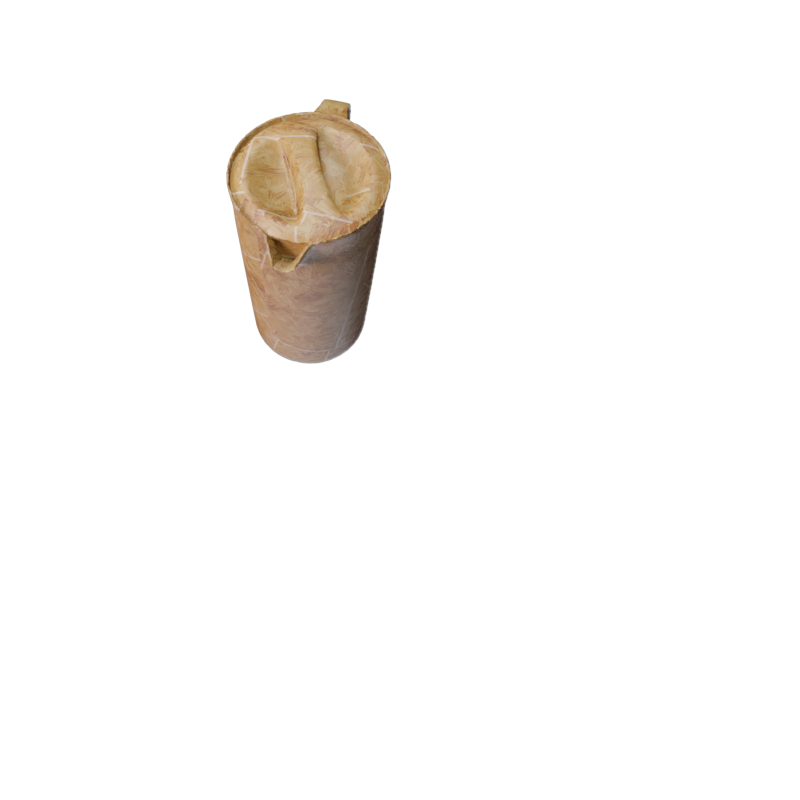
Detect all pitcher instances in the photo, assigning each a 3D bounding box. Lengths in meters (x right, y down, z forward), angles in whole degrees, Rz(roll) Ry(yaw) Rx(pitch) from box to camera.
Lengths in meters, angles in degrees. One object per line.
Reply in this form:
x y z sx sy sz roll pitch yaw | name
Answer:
-0.078 -0.142 0.996 0.149 0.154 0.228 -29 -23 -17 | pitcher
